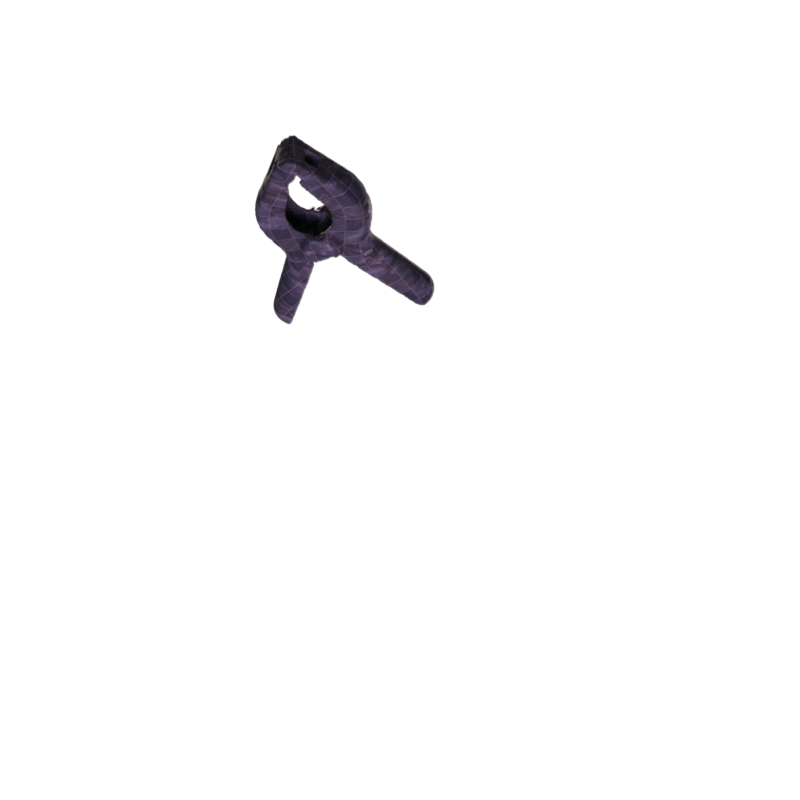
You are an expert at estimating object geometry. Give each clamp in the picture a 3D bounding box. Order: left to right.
[{"bbox_3d":[-0.060,-0.110,0.773,0.121,0.042,0.158,-18,-46,18],"label":"clamp"}]
